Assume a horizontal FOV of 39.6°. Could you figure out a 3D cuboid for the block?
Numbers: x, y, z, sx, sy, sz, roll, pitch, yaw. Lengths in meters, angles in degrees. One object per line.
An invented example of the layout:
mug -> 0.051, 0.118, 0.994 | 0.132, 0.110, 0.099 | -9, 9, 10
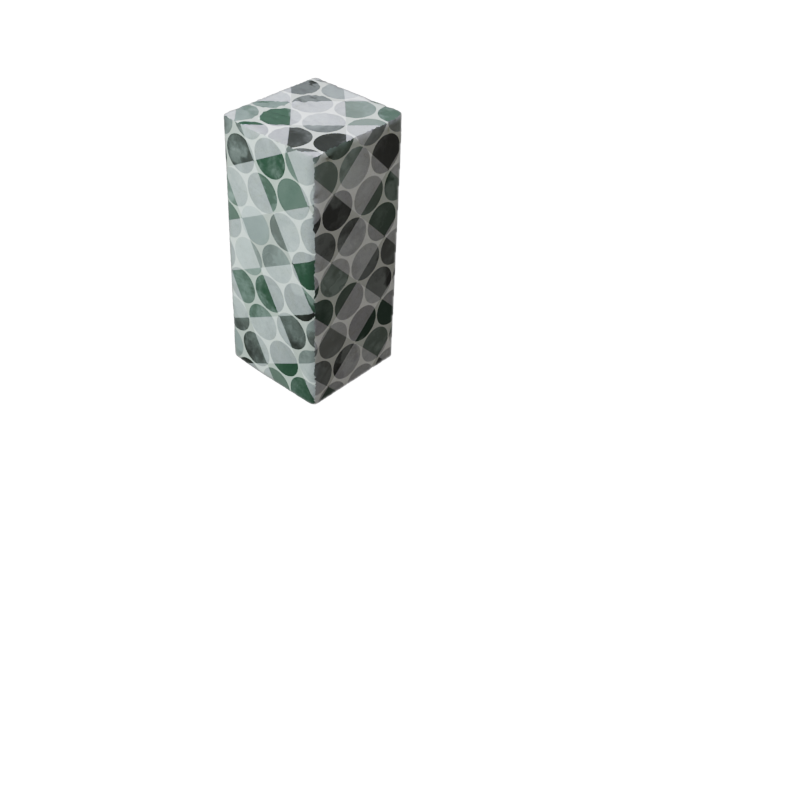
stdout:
block -> -0.063, -0.114, 0.804 | 0.096, 0.193, 0.091 | 30, 43, 33
